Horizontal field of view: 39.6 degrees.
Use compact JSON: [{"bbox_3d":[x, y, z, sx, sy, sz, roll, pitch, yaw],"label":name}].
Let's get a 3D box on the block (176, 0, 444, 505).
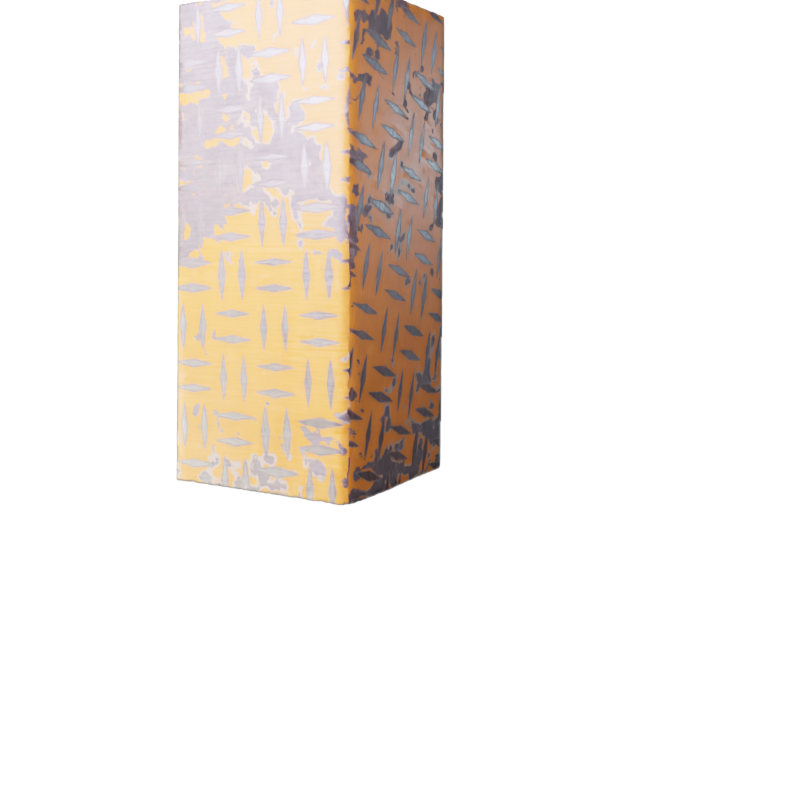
[{"bbox_3d":[-0.038,-0.070,0.493,0.094,0.206,0.087,1,2,30],"label":"block"}]
